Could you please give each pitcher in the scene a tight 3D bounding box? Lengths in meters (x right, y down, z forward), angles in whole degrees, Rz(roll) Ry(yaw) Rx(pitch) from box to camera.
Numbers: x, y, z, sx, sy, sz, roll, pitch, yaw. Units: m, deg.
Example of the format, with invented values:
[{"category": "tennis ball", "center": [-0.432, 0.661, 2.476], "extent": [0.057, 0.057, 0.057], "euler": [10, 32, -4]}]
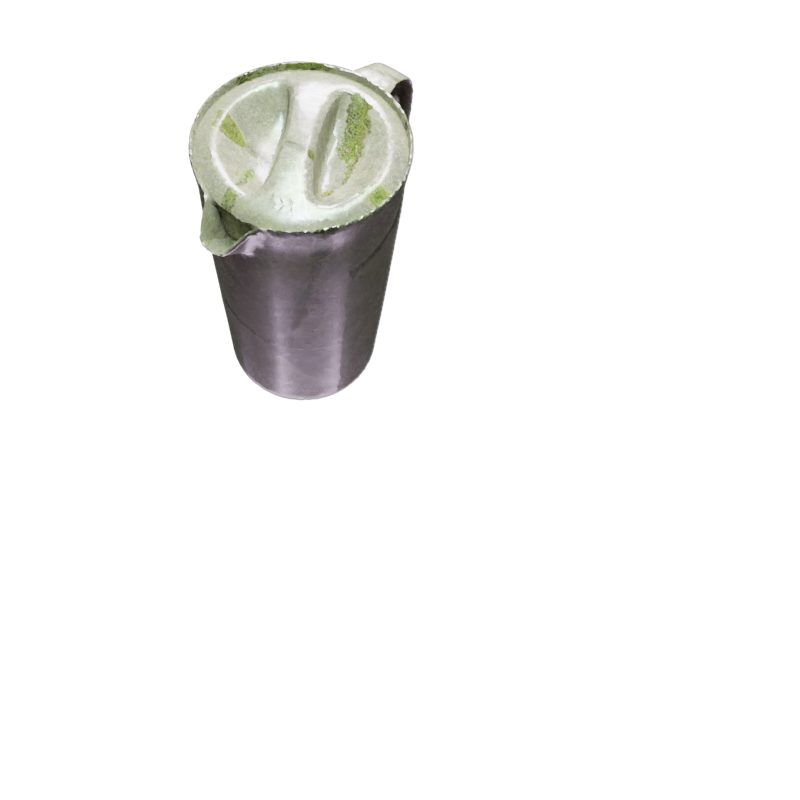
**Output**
[{"category": "pitcher", "center": [-0.059, -0.107, 0.752], "extent": [0.148, 0.155, 0.228], "euler": [-7, -30, -7]}]
